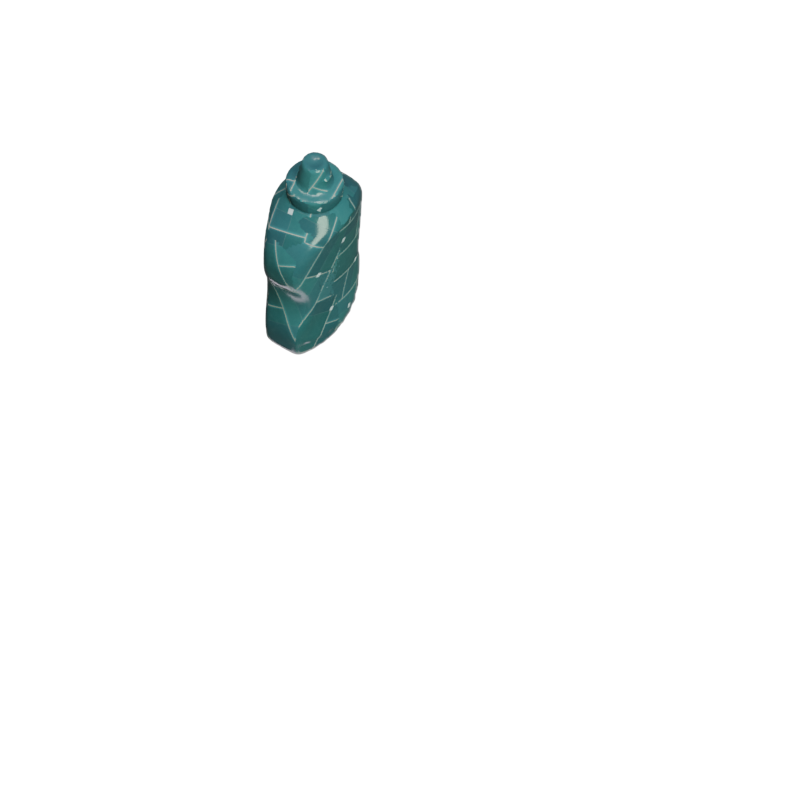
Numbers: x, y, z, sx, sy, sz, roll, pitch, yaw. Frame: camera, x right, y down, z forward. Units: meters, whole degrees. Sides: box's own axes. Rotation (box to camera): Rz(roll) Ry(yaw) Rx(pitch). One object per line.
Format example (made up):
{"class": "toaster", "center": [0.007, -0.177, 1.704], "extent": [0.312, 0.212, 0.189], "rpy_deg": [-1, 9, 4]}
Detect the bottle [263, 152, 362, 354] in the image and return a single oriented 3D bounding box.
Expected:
{"class": "bottle", "center": [-0.064, -0.118, 0.828], "extent": [0.060, 0.098, 0.180], "rpy_deg": [30, -27, 13]}
